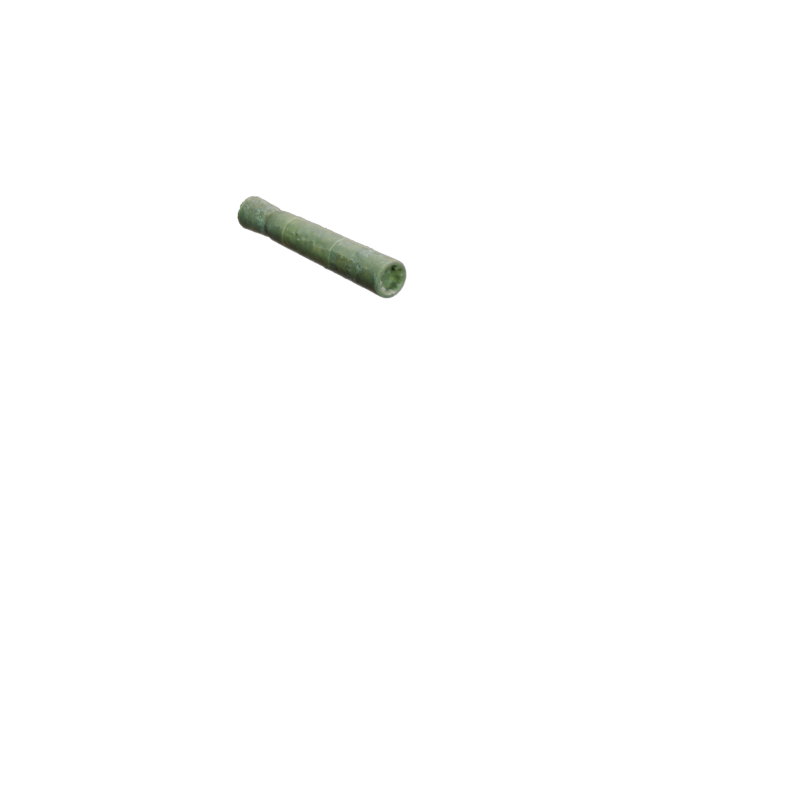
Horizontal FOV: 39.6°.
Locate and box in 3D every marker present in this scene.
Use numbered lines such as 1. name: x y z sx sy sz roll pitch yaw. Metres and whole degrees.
1. marker: -0.044 -0.079 0.556 0.019 0.019 0.129 -3 24 -41
